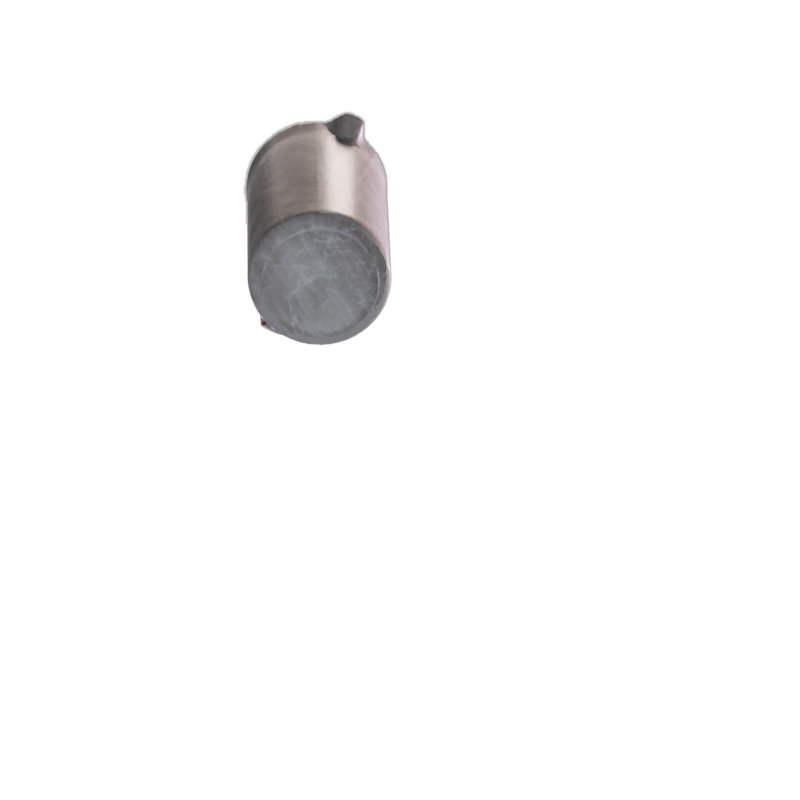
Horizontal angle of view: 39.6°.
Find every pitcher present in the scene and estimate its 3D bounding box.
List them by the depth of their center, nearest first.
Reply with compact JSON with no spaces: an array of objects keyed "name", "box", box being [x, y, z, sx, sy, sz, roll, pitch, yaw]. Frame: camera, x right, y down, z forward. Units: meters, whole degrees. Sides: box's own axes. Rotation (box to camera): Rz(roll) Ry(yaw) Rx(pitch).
[{"name":"pitcher","box":[-0.073,-0.133,0.934,0.145,0.141,0.256,-18,25,5]}]
